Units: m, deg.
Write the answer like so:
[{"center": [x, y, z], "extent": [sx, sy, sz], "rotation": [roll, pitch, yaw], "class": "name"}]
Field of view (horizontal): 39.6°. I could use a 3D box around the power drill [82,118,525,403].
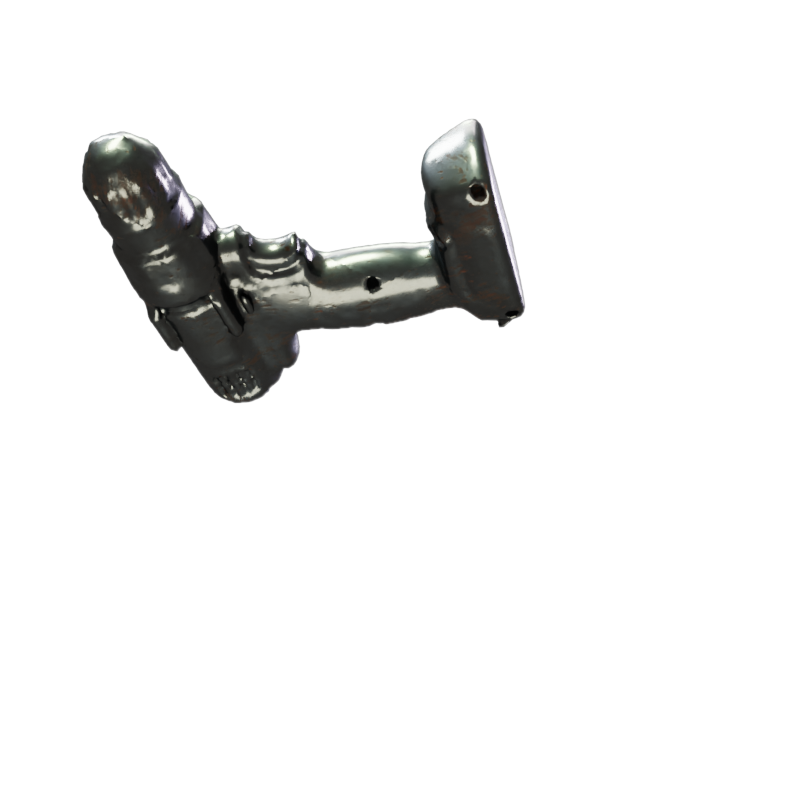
[{"center": [-0.043, -0.078, 0.546], "extent": [0.189, 0.062, 0.170], "rotation": [-11, -39, 13], "class": "power drill"}]
